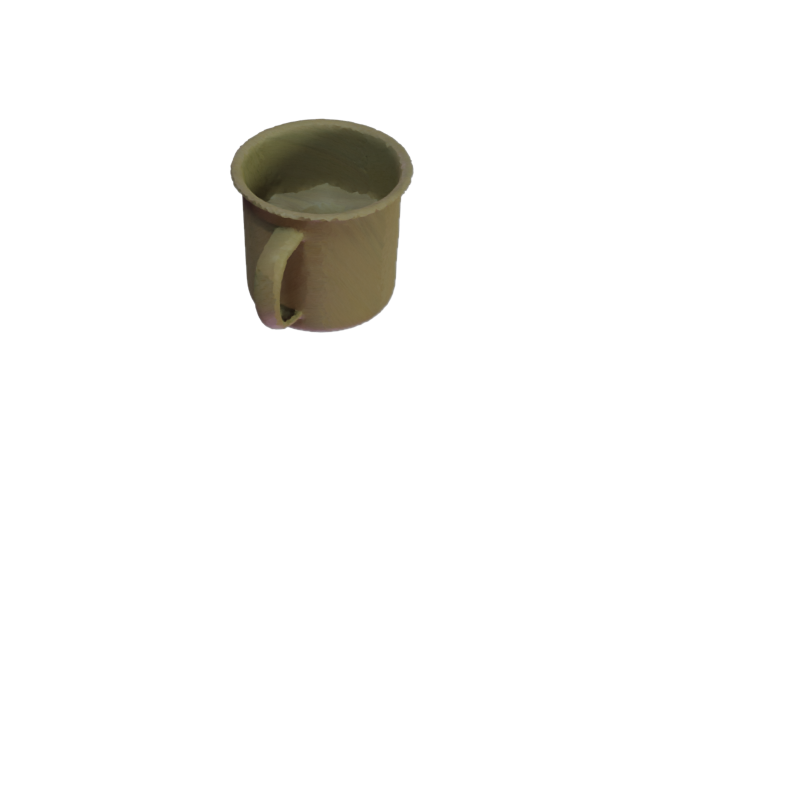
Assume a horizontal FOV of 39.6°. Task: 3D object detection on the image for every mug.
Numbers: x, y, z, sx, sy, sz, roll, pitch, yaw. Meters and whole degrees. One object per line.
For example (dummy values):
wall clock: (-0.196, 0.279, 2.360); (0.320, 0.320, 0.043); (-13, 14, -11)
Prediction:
mug: (-0.045, -0.082, 0.577); (0.096, 0.076, 0.122); (13, 43, 13)
